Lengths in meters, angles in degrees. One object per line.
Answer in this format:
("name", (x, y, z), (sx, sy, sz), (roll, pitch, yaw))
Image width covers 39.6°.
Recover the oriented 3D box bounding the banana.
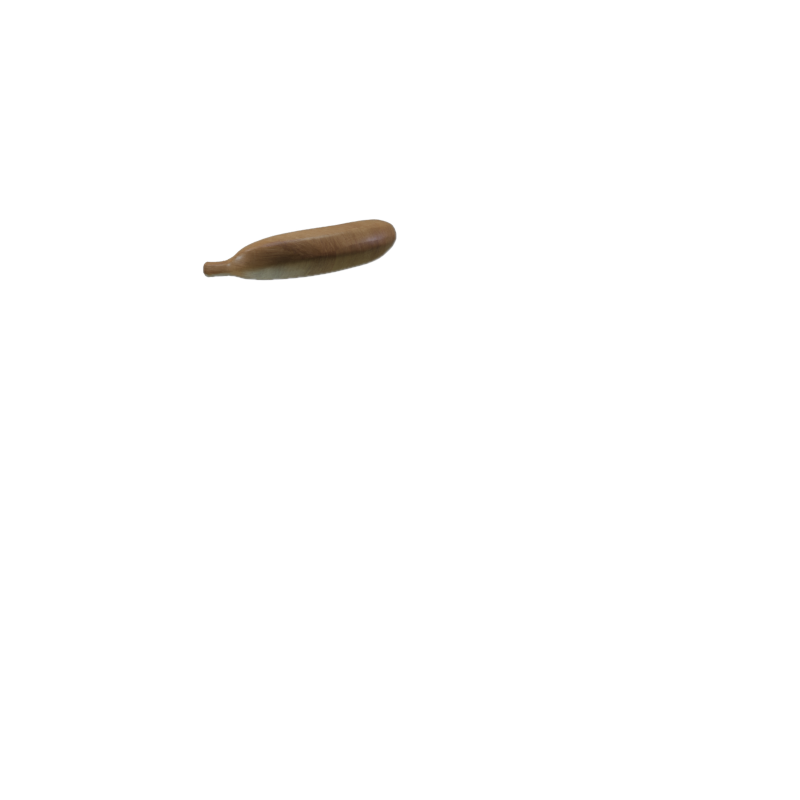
("banana", (-0.063, -0.127, 0.910), (0.193, 0.035, 0.074), (-16, 23, -38))
